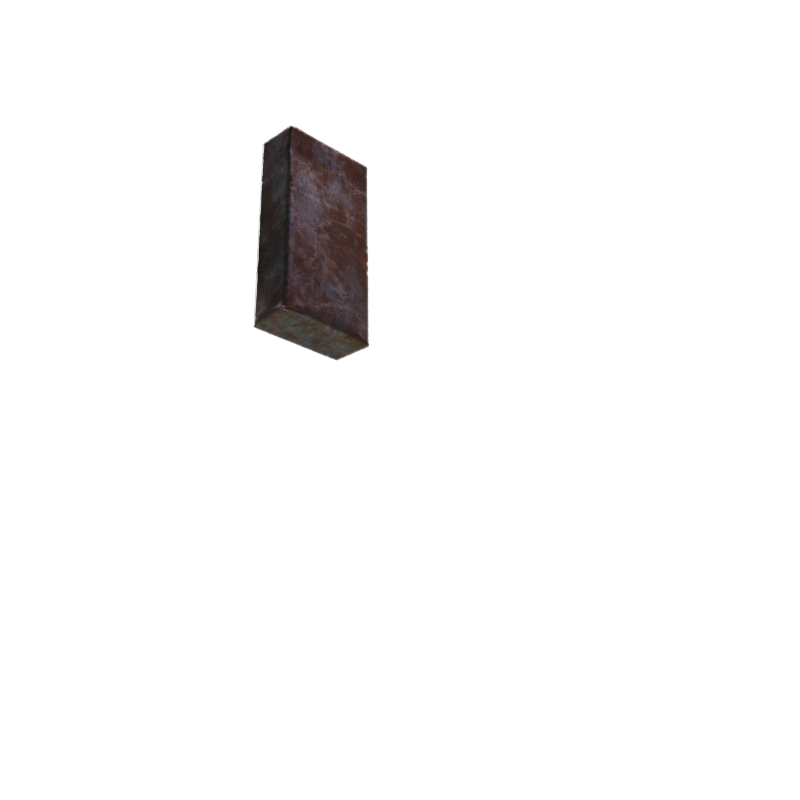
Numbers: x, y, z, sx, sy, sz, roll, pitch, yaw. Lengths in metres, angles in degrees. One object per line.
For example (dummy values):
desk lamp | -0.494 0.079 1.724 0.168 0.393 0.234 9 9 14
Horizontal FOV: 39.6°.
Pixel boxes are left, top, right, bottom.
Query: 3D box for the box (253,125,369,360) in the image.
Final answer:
box | -0.072 -0.131 0.919 0.088 0.188 0.048 24 -40 -37
